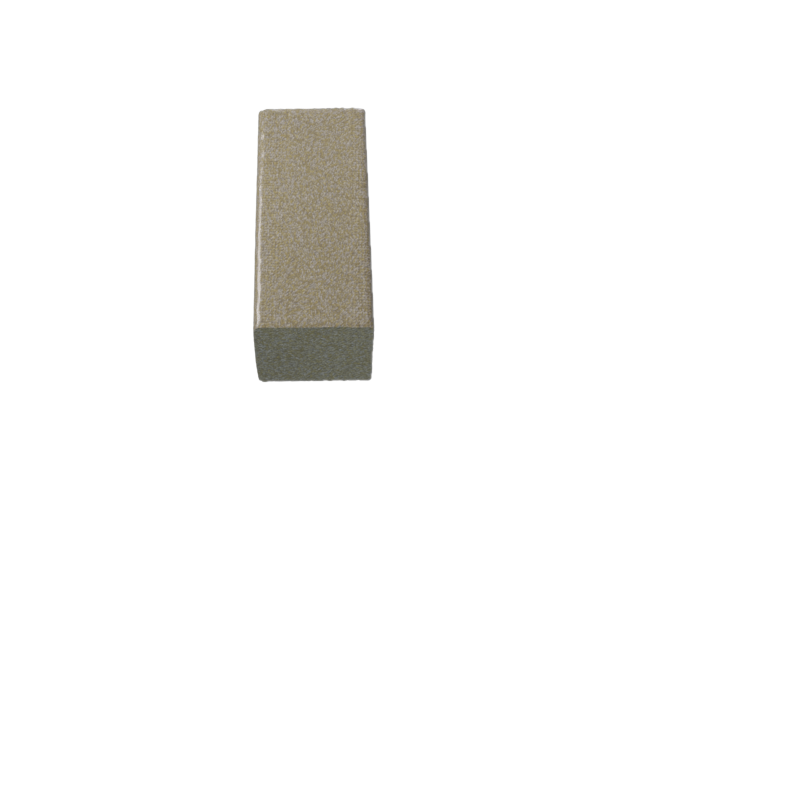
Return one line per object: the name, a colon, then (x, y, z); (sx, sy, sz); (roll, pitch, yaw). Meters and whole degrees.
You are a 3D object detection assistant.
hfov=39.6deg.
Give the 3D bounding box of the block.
block: (-0.070, -0.128, 0.893); (0.091, 0.220, 0.085); (-1, -31, -2)
